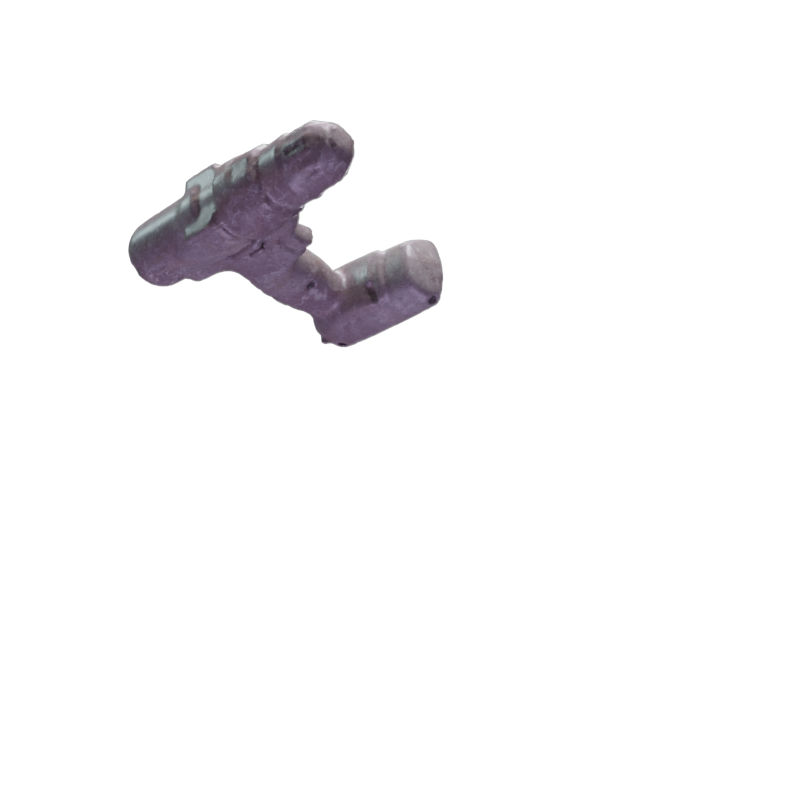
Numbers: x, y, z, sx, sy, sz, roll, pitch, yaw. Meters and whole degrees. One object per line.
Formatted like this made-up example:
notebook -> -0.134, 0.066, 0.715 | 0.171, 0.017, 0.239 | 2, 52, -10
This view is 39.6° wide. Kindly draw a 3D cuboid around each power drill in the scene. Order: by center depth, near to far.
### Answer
power drill -> -0.058, -0.105, 0.735 | 0.185, 0.061, 0.175 | -22, -33, 37
